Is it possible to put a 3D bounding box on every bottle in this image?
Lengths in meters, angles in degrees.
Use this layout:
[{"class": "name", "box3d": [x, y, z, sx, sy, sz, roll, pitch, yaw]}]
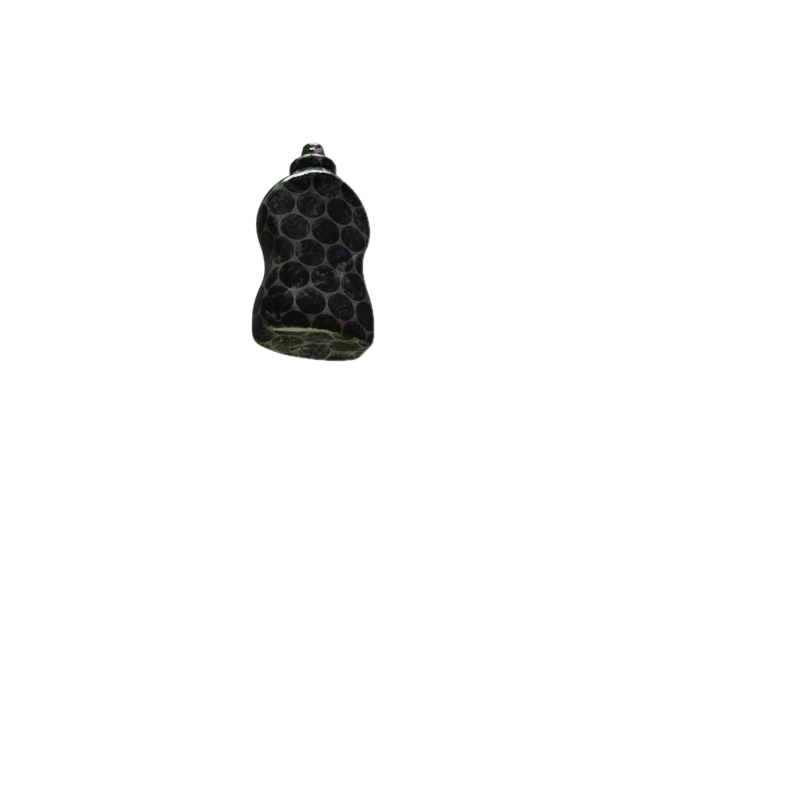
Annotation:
[{"class": "bottle", "box3d": [-0.072, -0.131, 0.918, 0.093, 0.204, 0.056, 8, -30, -18]}]
